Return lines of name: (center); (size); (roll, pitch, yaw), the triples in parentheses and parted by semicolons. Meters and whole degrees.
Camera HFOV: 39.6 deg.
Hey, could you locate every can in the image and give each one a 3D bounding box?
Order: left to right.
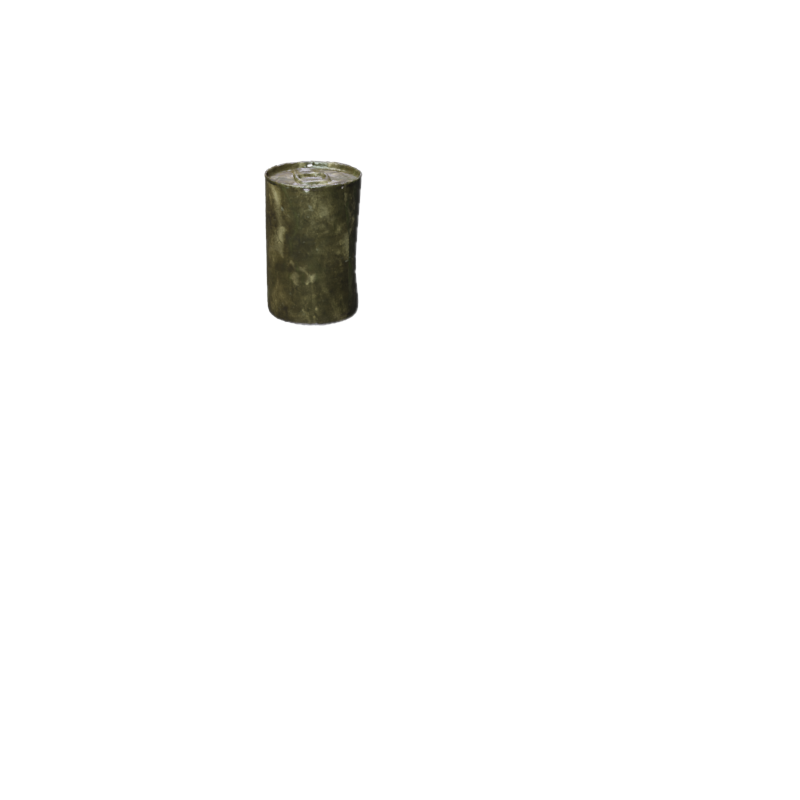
can: (-0.061, -0.112, 0.785); (0.068, 0.098, 0.072); (0, 22, -2)
